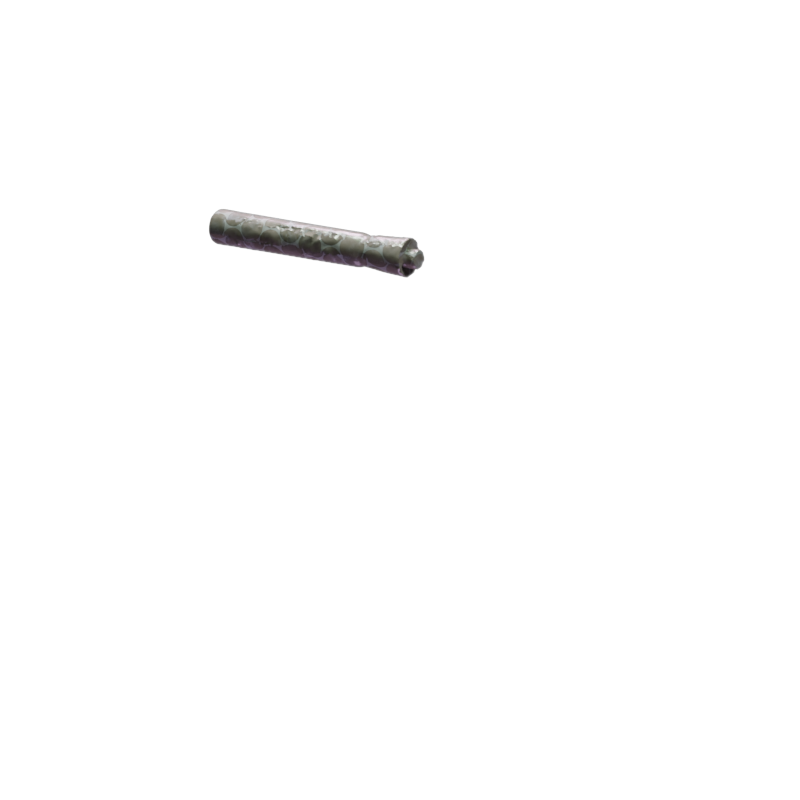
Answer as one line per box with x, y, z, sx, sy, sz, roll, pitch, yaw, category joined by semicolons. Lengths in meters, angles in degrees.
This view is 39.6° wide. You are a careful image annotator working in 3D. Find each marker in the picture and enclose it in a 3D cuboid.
-0.043;-0.078;0.547;0.127;0.019;0.019;14;11;33;marker
